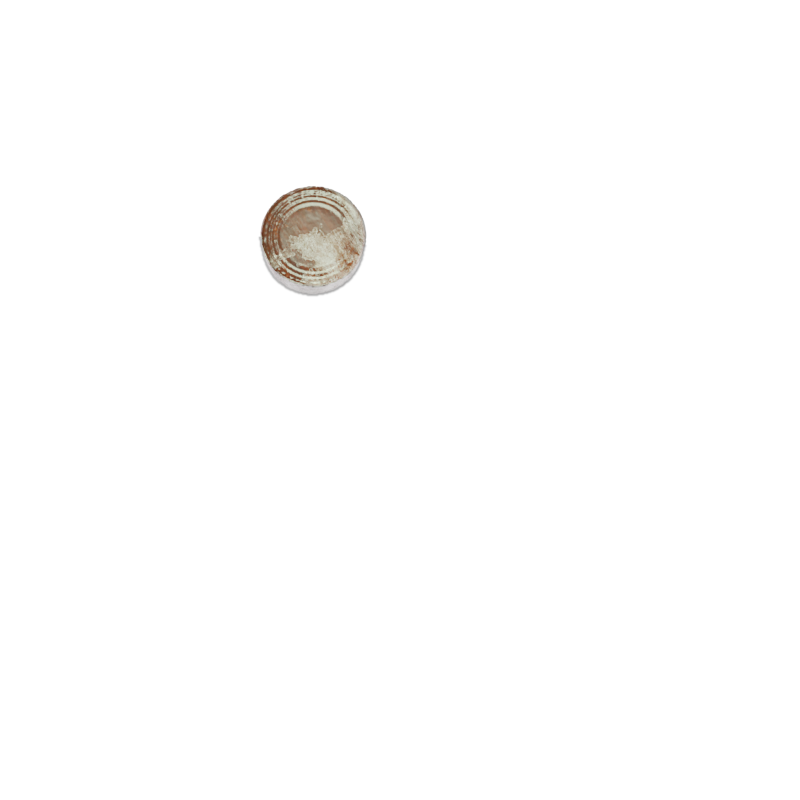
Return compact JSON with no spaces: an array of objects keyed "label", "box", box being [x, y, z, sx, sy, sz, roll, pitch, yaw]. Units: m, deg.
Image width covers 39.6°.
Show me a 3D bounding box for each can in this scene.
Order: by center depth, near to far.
[{"label":"can","box":[-0.071,-0.130,0.912,0.086,0.089,0.032,-1,-17,-1]}]
